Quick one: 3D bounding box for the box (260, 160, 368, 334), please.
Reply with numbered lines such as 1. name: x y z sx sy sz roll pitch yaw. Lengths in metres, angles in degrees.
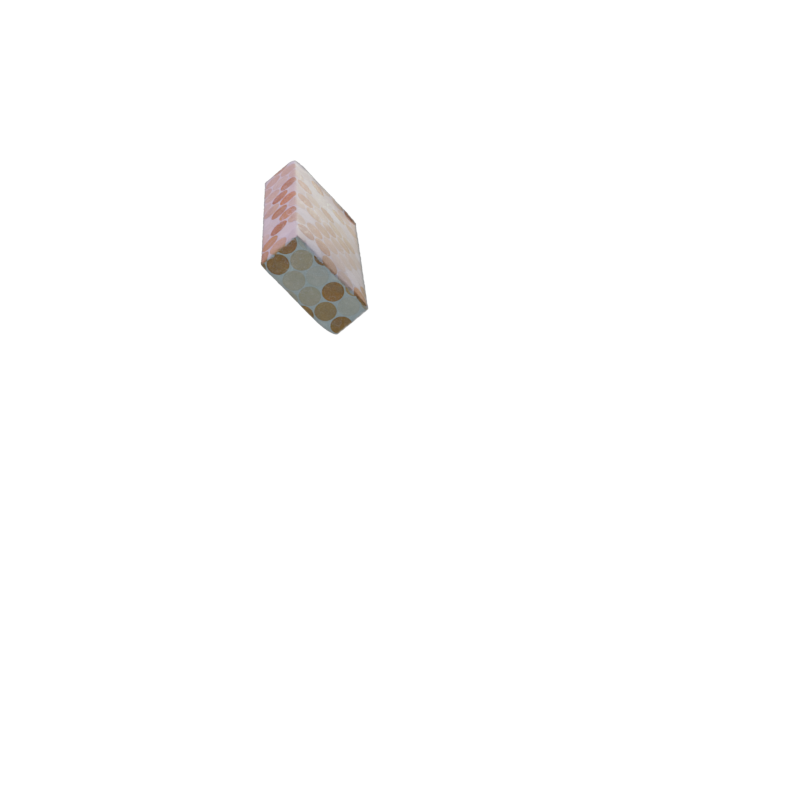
1. box: -0.076 -0.139 0.972 0.048 0.088 0.188 -37 27 18
